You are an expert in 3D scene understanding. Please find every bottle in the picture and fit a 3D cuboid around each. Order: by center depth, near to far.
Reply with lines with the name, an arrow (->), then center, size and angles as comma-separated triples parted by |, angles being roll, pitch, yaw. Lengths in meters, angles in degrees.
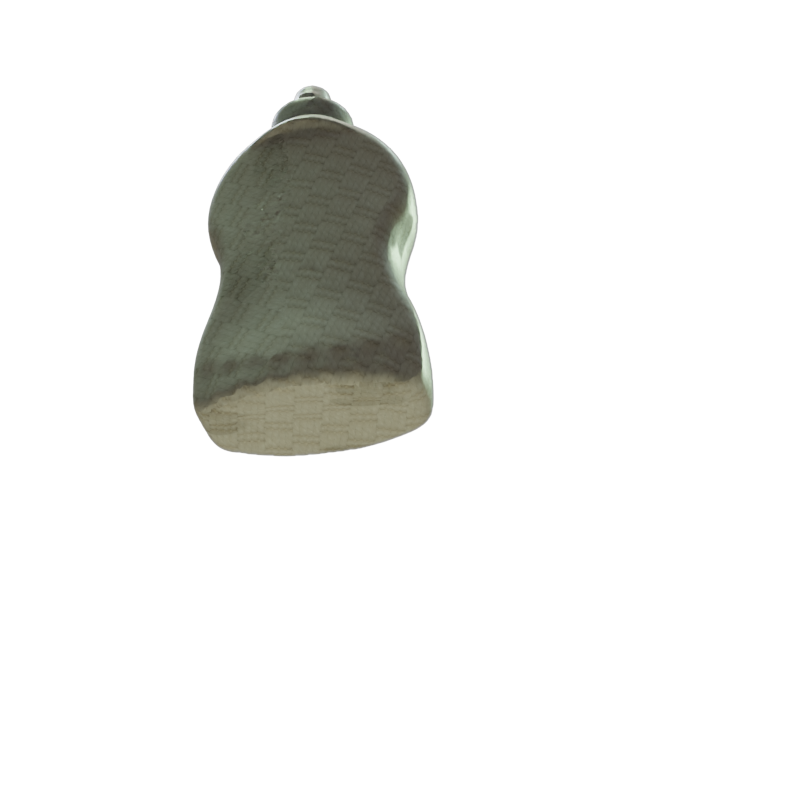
bottle -> -0.039, -0.072, 0.503 | 0.097, 0.206, 0.054 | -10, -38, 9
